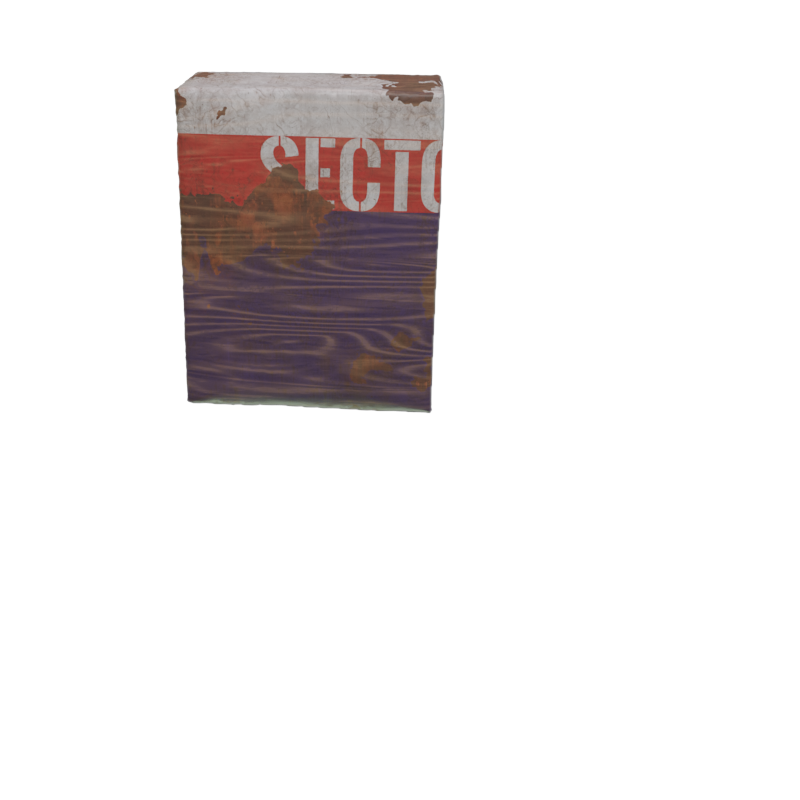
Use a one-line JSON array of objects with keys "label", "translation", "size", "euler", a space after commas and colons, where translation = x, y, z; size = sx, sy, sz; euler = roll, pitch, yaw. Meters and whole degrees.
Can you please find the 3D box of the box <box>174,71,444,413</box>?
[{"label": "box", "translation": [-0.056, -0.103, 0.721], "size": [0.165, 0.204, 0.075], "euler": [3, 21, 4]}]
